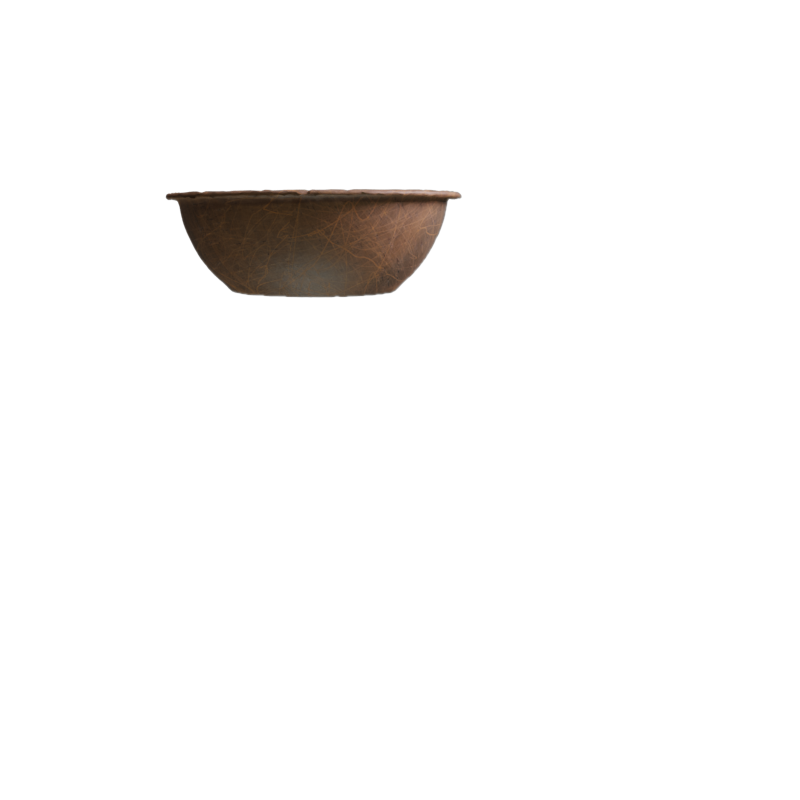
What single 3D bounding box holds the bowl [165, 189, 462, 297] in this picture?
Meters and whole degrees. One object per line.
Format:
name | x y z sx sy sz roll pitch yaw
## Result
bowl | -0.048 -0.087 0.610 0.162 0.054 0.164 0 9 -2
